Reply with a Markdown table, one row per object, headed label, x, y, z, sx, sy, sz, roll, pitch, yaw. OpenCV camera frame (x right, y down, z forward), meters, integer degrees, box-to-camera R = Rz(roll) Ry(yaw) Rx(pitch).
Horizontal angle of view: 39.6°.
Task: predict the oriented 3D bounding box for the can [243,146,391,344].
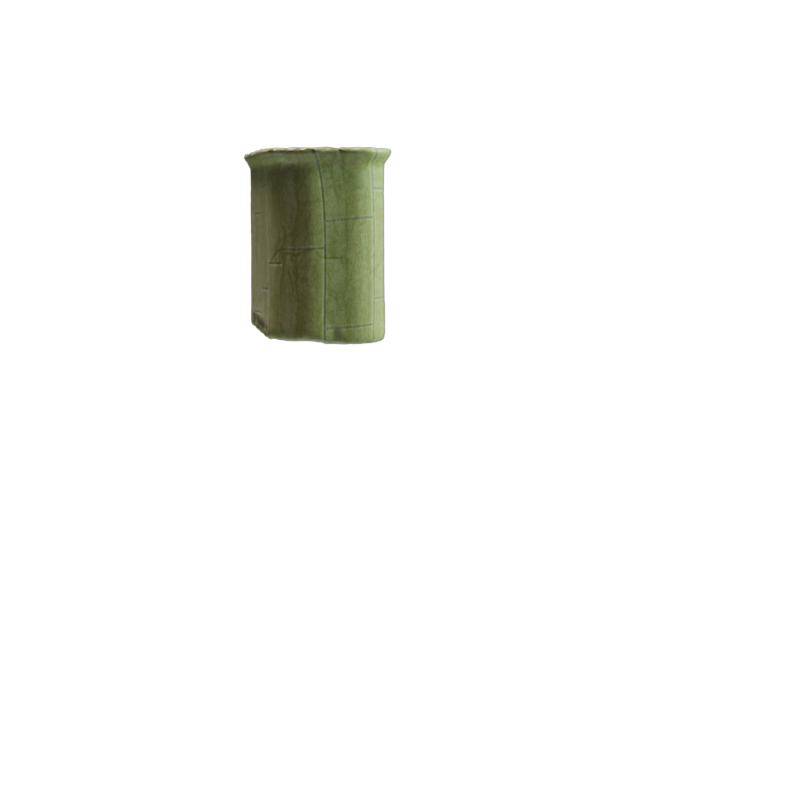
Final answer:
| label | x | y | z | sx | sy | sz | roll | pitch | yaw |
| --- | --- | --- | --- | --- | --- | --- | --- | --- | --- |
| can | -0.040 | -0.073 | 0.512 | 0.057 | 0.083 | 0.105 | -1 | 7 | -13 |
